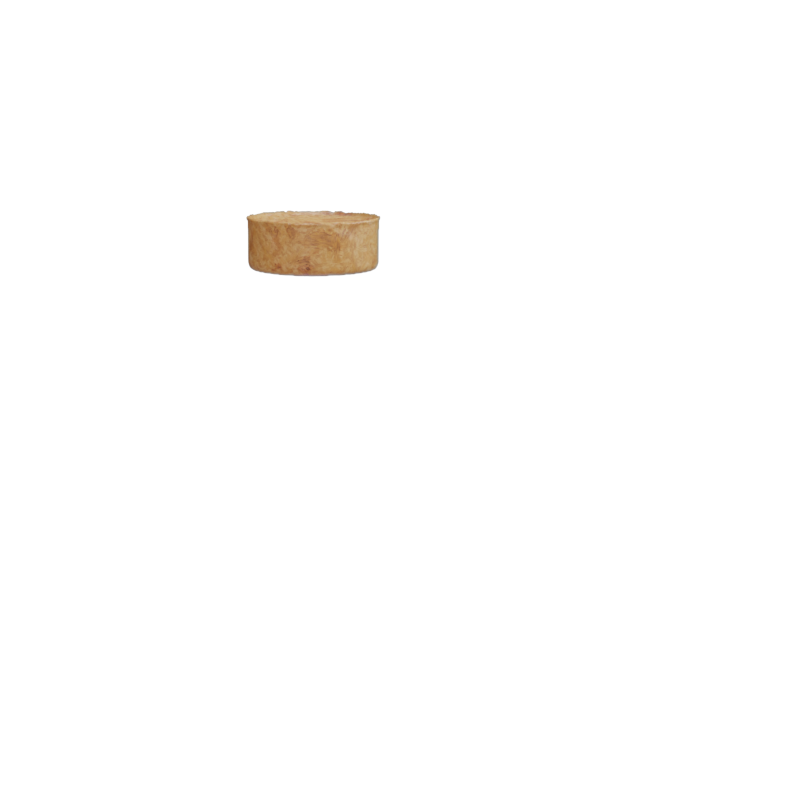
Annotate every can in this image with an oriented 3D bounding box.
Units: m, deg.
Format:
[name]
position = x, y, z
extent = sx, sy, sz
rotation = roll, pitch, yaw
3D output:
[can]
position = -0.056, -0.102, 0.714
extent = 0.086, 0.033, 0.088
rotation = 0, 14, -2
